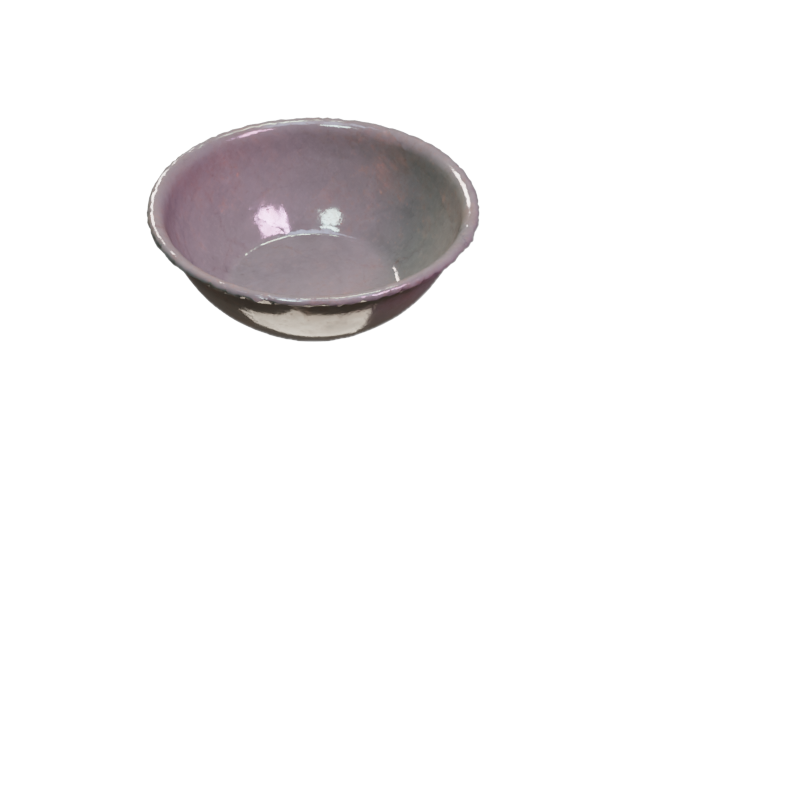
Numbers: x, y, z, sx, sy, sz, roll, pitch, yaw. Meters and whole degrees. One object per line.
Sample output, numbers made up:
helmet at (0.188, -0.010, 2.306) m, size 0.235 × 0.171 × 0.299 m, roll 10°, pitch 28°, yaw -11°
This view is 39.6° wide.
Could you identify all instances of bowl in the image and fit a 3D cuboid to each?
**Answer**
bowl at (-0.044, -0.079, 0.556) m, size 0.162 × 0.051 × 0.174 m, roll -1°, pitch 41°, yaw -2°
